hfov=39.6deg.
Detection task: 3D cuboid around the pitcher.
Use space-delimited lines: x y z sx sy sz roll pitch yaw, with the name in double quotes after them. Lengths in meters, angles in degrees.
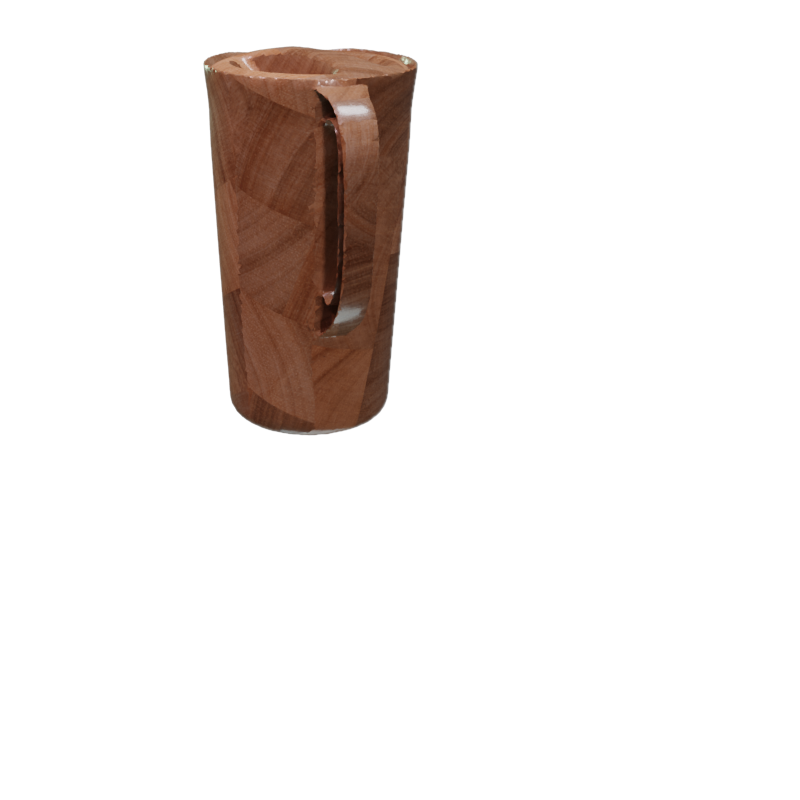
-0.056 -0.102 0.713 0.151 0.233 0.150 10 22 24 "pitcher"
